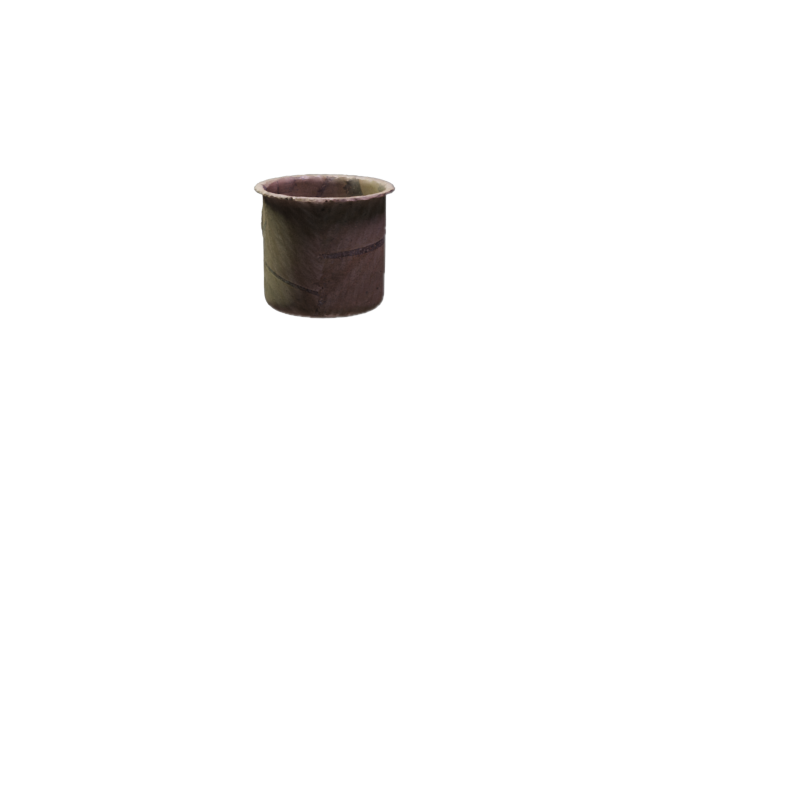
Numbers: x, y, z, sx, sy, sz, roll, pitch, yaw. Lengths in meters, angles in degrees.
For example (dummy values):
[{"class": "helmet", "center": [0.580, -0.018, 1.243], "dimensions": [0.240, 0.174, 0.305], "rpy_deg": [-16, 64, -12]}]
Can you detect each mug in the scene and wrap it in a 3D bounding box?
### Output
[{"class": "mug", "center": [-0.059, -0.107, 0.751], "dimensions": [0.091, 0.079, 0.124], "rpy_deg": [-14, 23, -38]}]
